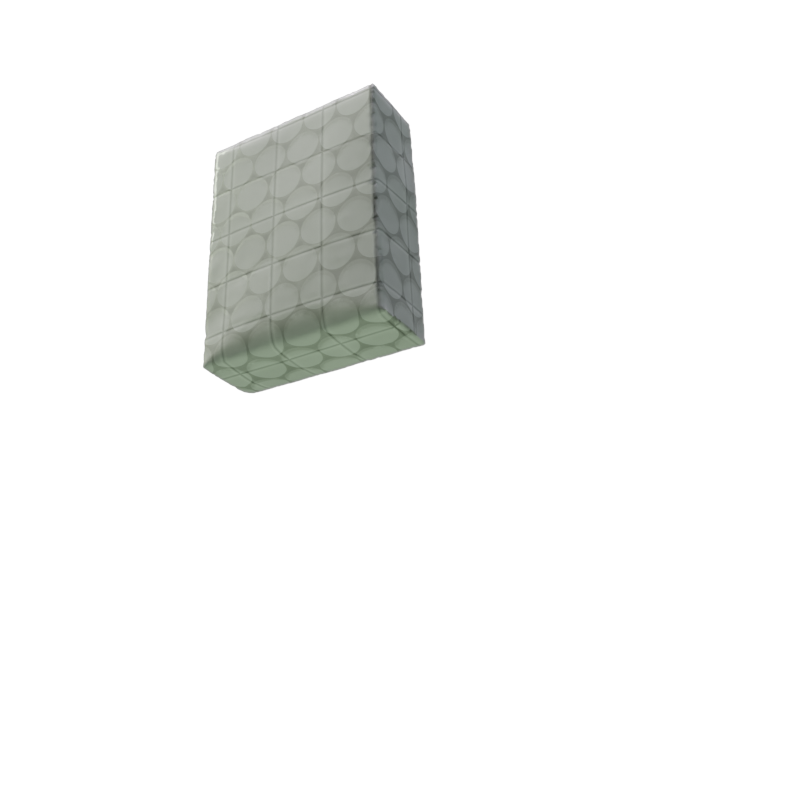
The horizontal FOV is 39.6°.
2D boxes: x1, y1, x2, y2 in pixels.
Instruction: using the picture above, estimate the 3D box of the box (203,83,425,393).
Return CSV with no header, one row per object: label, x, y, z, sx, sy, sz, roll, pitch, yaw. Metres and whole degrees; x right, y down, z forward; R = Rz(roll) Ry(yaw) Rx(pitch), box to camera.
box,-0.070,-0.127,0.891,0.166,0.228,0.066,-18,-35,26
